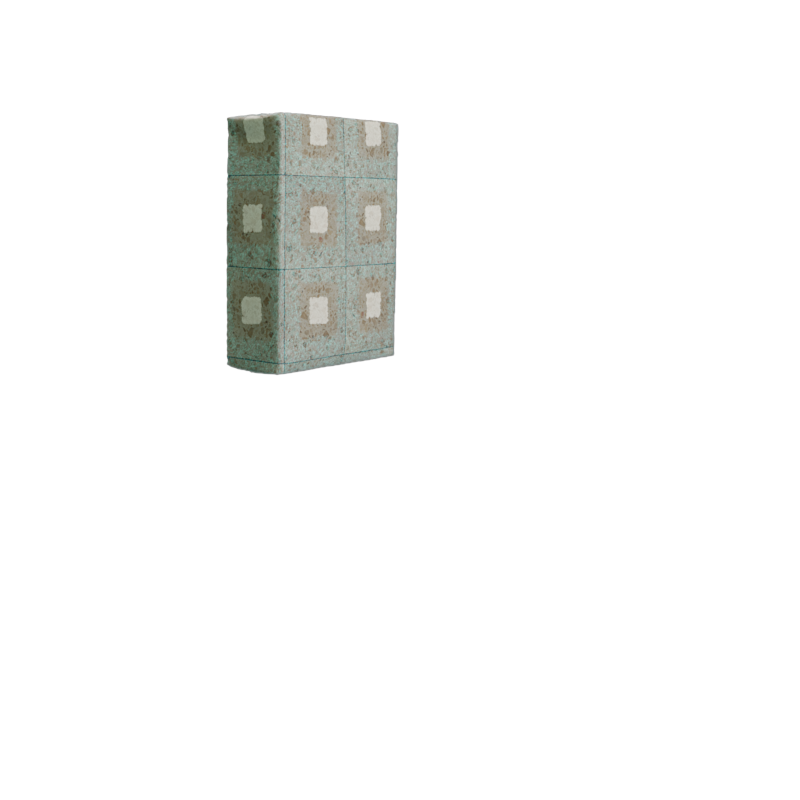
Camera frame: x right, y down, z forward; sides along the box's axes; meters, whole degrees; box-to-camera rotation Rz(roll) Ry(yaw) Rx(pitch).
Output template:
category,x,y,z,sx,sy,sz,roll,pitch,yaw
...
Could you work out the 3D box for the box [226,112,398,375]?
category,x,y,z,sx,sy,sz,roll,pitch,yaw
box,-0.076,-0.138,0.967,0.075,0.212,0.159,2,5,37
